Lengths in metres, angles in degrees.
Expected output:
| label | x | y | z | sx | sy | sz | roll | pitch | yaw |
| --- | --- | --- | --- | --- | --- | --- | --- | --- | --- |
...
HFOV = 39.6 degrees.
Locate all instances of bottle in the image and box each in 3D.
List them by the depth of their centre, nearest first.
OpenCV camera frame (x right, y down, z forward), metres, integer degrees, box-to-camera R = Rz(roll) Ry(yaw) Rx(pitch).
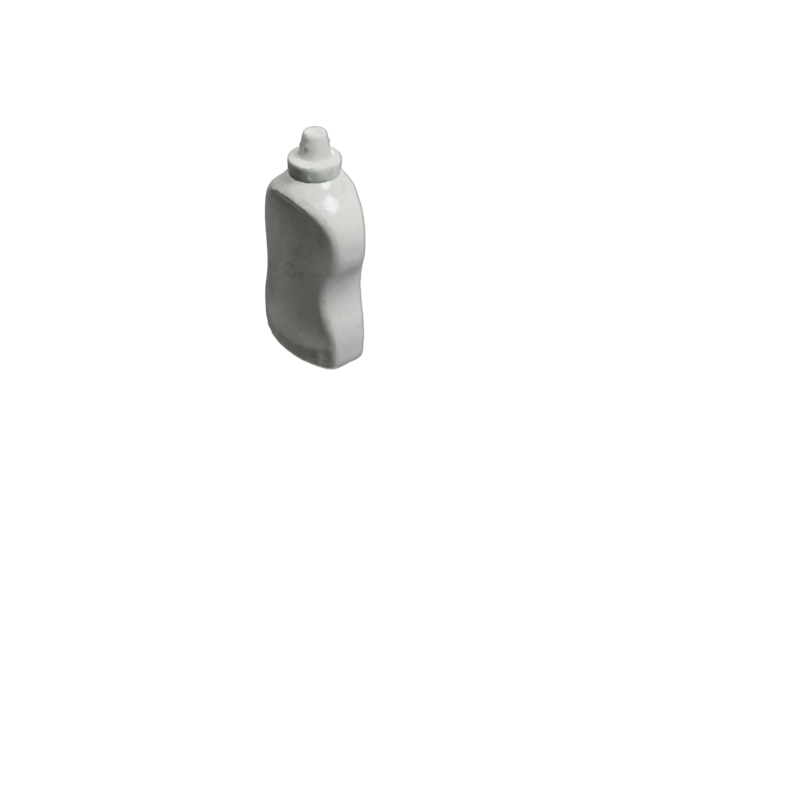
| label | x | y | z | sx | sy | sz | roll | pitch | yaw |
| --- | --- | --- | --- | --- | --- | --- | --- | --- | --- |
| bottle | -0.067 | -0.124 | 0.864 | 0.058 | 0.179 | 0.103 | -22 | 42 | -31 |
